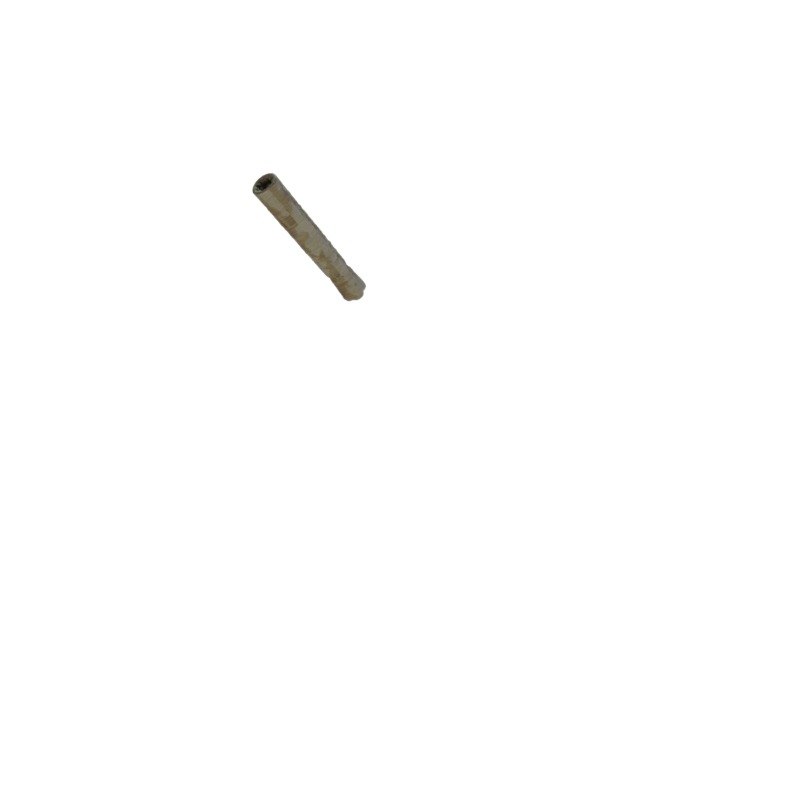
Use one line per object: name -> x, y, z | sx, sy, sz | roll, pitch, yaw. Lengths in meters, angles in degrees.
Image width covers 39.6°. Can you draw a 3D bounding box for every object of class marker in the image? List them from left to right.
marker -> -0.059, -0.107, 0.750 | 0.021, 0.020, 0.112 | 3, -34, 42
